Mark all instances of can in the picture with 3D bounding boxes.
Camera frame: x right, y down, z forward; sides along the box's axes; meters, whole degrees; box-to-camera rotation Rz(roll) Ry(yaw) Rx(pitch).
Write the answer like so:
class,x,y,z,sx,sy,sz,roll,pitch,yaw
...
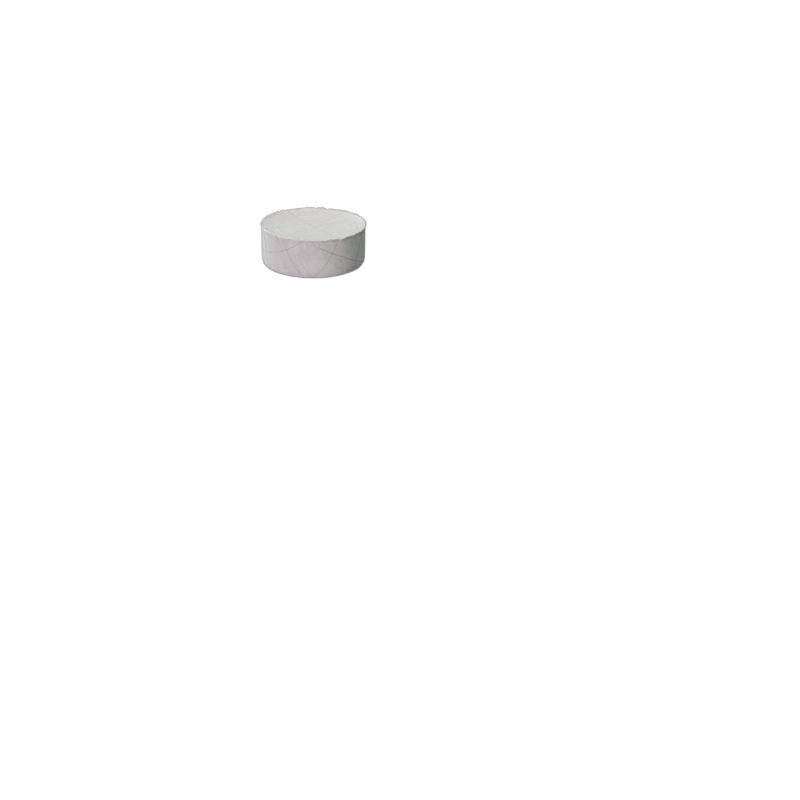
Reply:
class,x,y,z,sx,sy,sz,roll,pitch,yaw
can,-0.070,-0.128,0.898,0.086,0.032,0.090,-1,25,-2
